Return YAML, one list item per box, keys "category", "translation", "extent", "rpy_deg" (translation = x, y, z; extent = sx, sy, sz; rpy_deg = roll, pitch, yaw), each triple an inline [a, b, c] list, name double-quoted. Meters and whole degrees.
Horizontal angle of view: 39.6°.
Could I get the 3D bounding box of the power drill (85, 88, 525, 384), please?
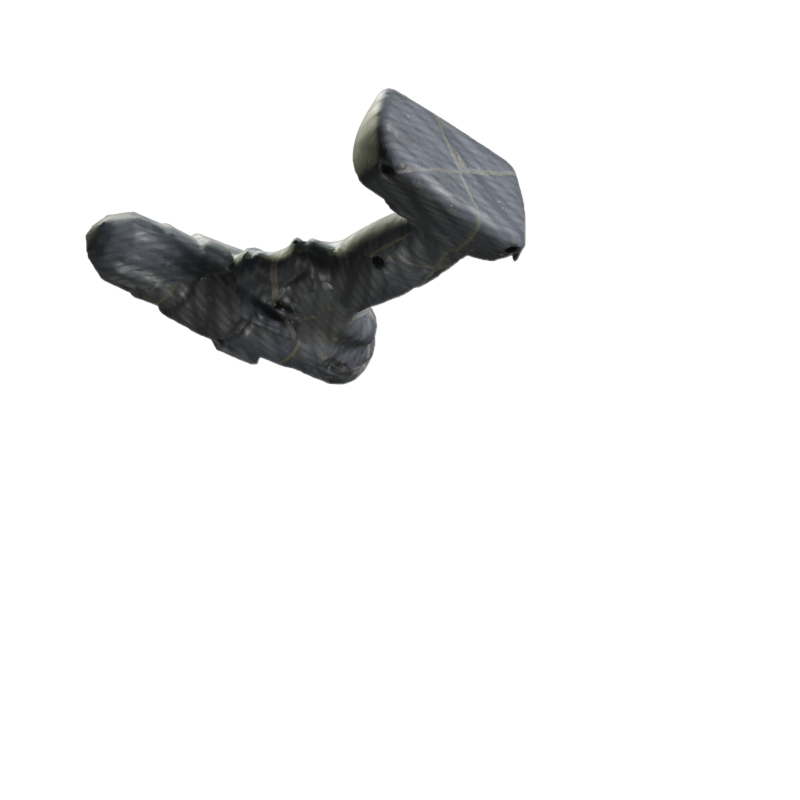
- category: "power drill"
  translation: [-0.045, -0.082, 0.577]
  extent: [0.174, 0.061, 0.187]
  rpy_deg: [24, -38, -36]
